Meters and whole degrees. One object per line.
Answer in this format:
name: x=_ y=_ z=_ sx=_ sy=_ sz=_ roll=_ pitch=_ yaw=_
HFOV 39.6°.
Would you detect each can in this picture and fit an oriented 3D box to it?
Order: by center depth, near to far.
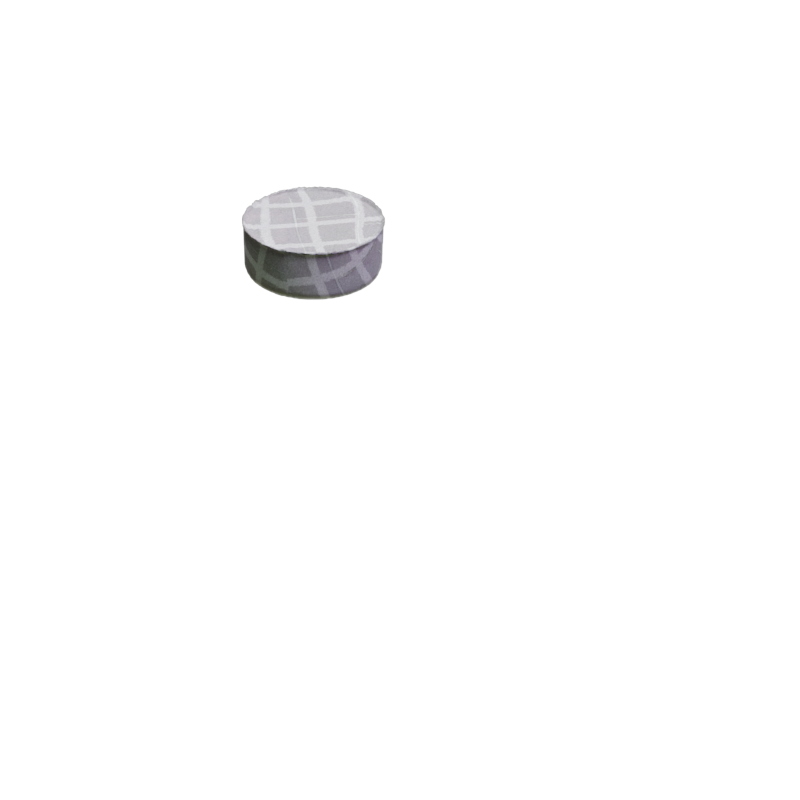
can: x=-0.053 y=-0.096 z=0.673 sx=0.086 sy=0.031 sz=0.092 roll=-1 pitch=34 yaw=-2
